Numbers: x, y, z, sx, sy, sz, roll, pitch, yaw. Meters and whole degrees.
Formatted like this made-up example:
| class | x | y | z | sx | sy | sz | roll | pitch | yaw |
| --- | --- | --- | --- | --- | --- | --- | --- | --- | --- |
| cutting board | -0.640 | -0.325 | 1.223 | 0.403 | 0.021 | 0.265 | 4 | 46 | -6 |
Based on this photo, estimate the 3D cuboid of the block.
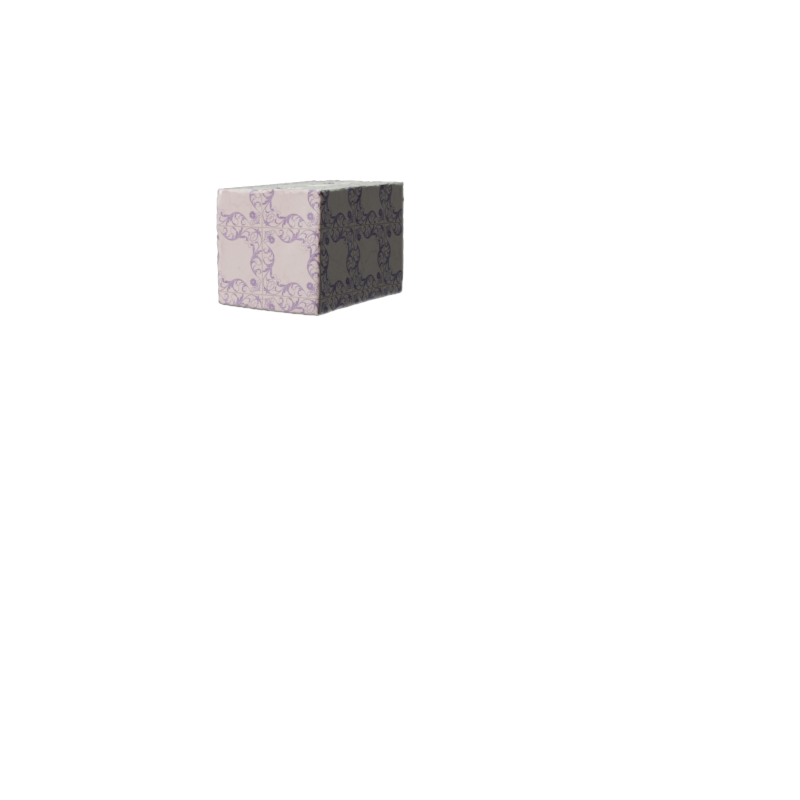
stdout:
| class | x | y | z | sx | sy | sz | roll | pitch | yaw |
| --- | --- | --- | --- | --- | --- | --- | --- | --- | --- |
| block | -0.038 | -0.070 | 0.487 | 0.055 | 0.050 | 0.077 | 6 | 13 | 27 |
